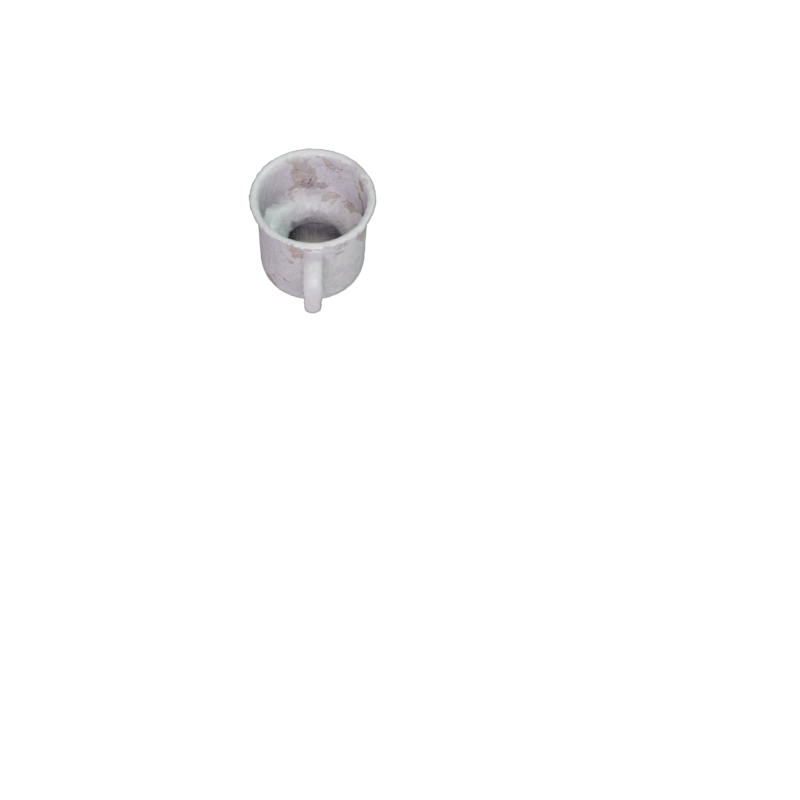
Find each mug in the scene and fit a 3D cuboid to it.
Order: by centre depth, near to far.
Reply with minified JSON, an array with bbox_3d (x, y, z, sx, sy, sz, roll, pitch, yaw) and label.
[{"bbox_3d":[-0.065,-0.119,0.835,0.093,0.125,0.076,-3,-32,-4],"label":"mug"}]
